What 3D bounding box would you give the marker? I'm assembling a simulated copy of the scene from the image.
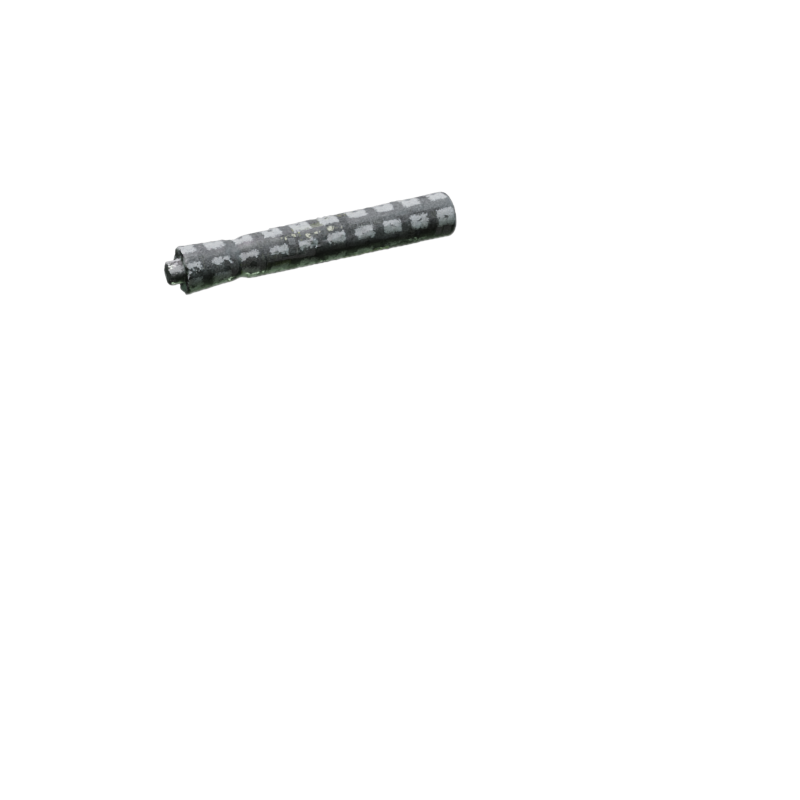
[{"bbox_3d":[-0.034,-0.063,0.439,0.119,0.019,0.020,-15,10,-21],"label":"marker"}]
